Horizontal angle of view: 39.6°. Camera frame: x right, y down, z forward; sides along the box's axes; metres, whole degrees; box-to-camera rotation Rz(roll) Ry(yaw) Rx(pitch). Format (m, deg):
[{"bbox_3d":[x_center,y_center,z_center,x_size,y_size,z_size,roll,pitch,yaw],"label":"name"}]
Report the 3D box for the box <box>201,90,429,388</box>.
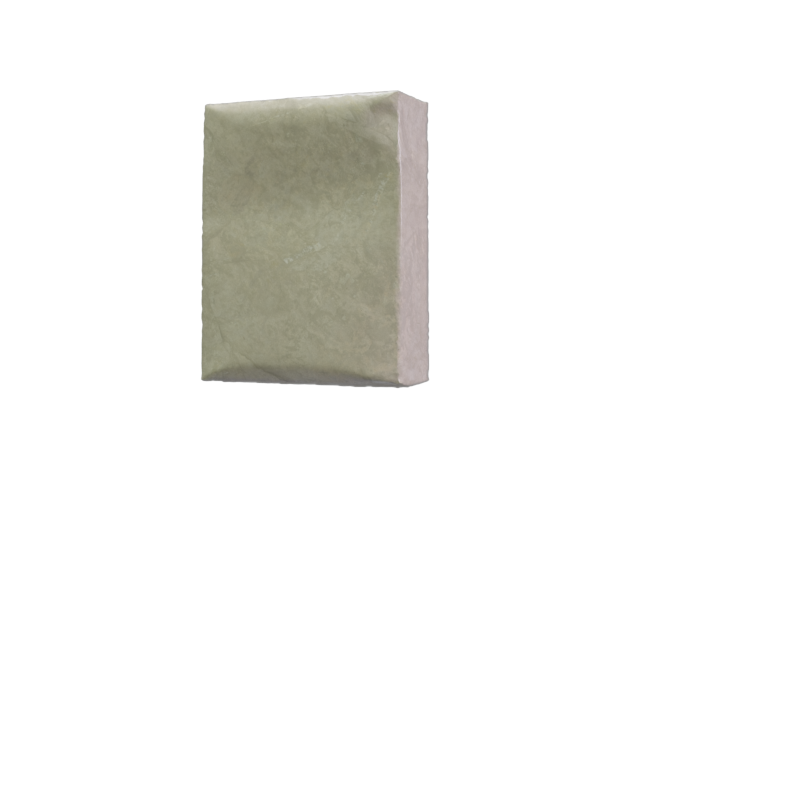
[{"bbox_3d":[-0.065,-0.119,0.836,0.169,0.215,0.070,0,-1,22],"label":"box"}]
